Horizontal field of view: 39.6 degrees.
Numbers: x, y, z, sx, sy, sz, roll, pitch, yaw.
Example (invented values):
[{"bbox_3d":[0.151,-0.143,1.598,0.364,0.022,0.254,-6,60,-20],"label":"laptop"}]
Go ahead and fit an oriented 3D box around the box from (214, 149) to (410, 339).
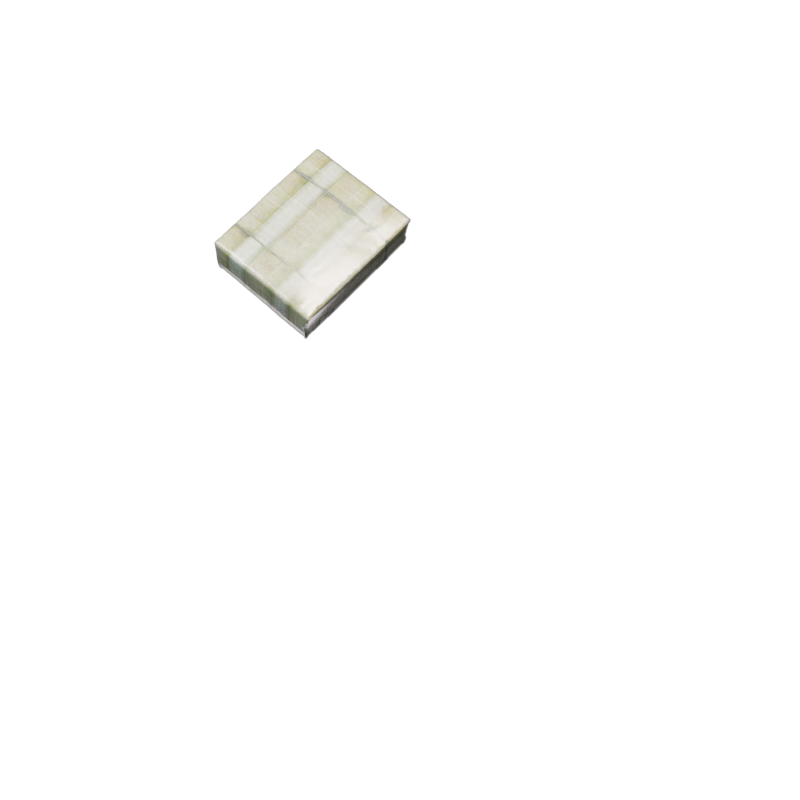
[{"bbox_3d":[-0.062,-0.113,0.793,0.094,0.115,0.037,37,-21,16],"label":"box"}]
